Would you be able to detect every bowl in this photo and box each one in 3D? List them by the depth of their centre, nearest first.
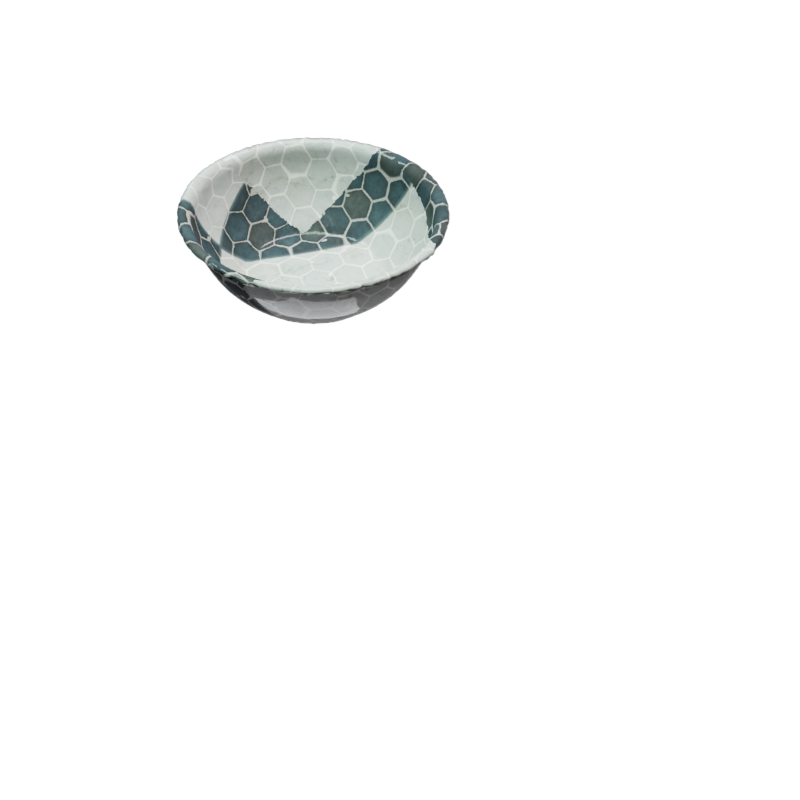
[{"bbox_3d":[-0.053,-0.096,0.674,0.162,0.051,0.174,-1,41,-2],"label":"bowl"}]
